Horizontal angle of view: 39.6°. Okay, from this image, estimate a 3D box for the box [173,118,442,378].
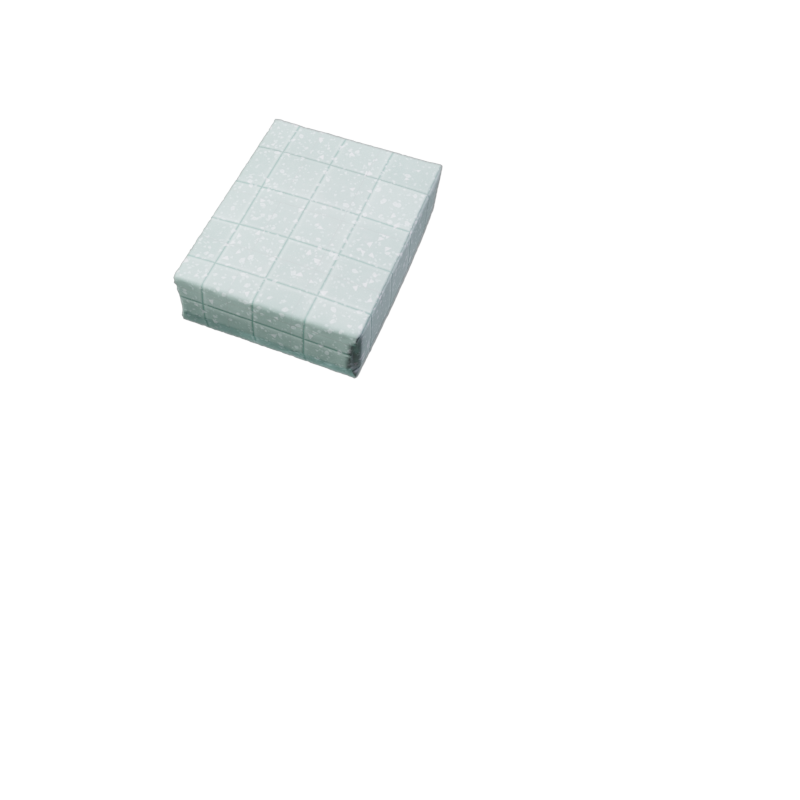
[{"bbox_3d":[-0.041,-0.075,0.522,0.092,0.118,0.036,17,-36,13],"label":"box"}]
